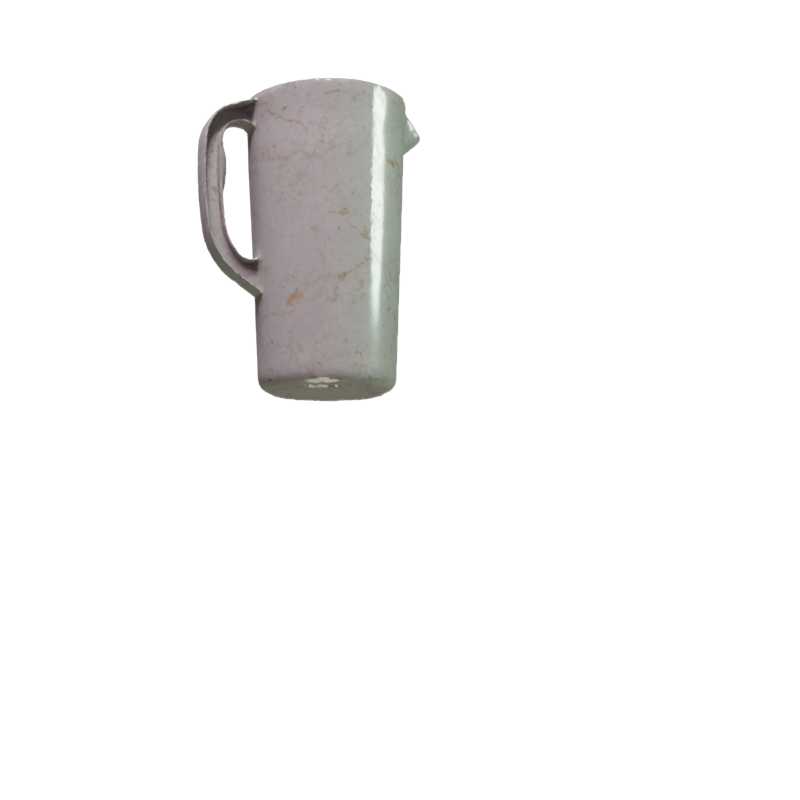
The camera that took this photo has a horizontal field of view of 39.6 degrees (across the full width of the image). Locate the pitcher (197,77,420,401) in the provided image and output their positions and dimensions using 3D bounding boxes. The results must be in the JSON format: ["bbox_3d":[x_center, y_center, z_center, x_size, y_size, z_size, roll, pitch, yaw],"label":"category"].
[{"bbox_3d":[-0.069,-0.126,0.885,0.152,0.251,0.137,-5,-14,20],"label":"pitcher"}]
